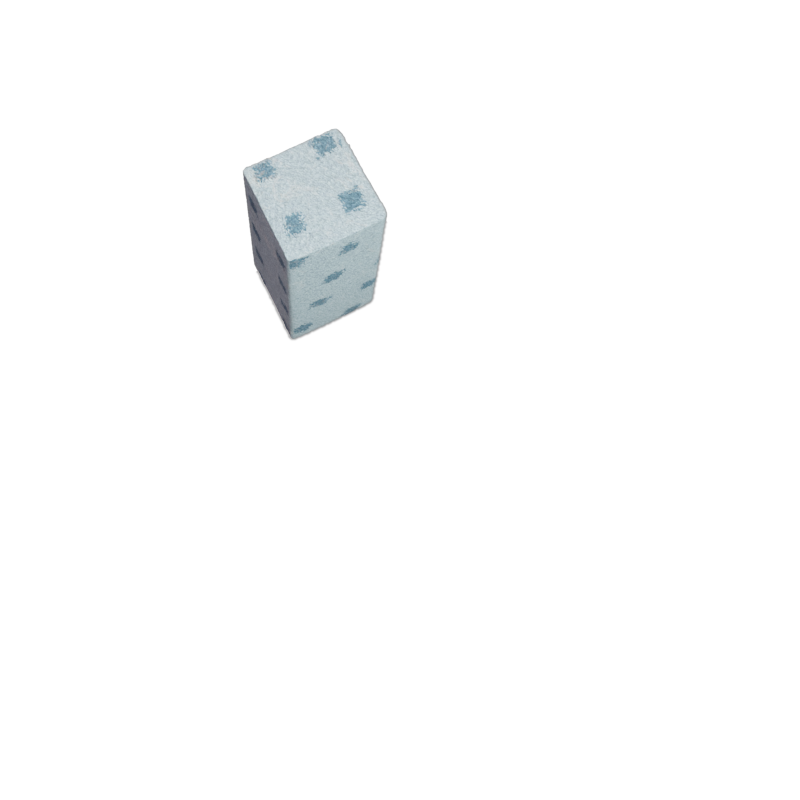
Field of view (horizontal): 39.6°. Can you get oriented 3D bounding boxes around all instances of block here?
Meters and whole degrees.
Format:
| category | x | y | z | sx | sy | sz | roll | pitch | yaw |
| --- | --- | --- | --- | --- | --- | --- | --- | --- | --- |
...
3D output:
| category | x | y | z | sx | sy | sz | roll | pitch | yaw |
| --- | --- | --- | --- | --- | --- | --- | --- | --- | --- |
| block | -0.075 | -0.139 | 0.971 | 0.090 | 0.095 | 0.198 | -25 | -13 | -10 |
